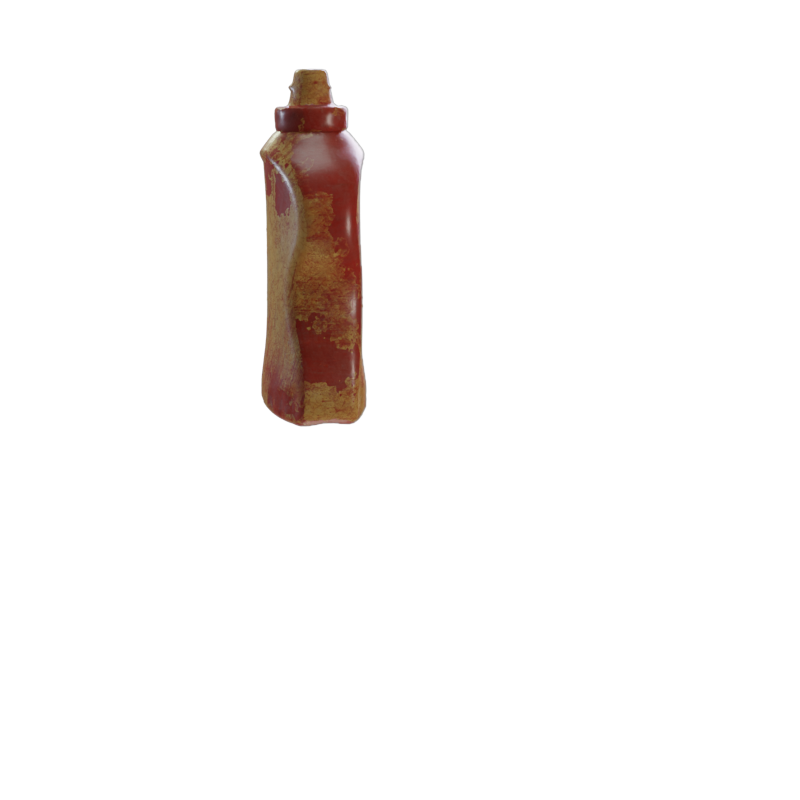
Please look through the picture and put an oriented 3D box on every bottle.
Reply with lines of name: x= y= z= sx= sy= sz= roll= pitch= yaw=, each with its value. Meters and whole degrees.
bottle: x=-0.049 y=-0.089 z=0.623 sx=0.058 sy=0.188 sz=0.099 roll=-1 pitch=9 yaw=-12
